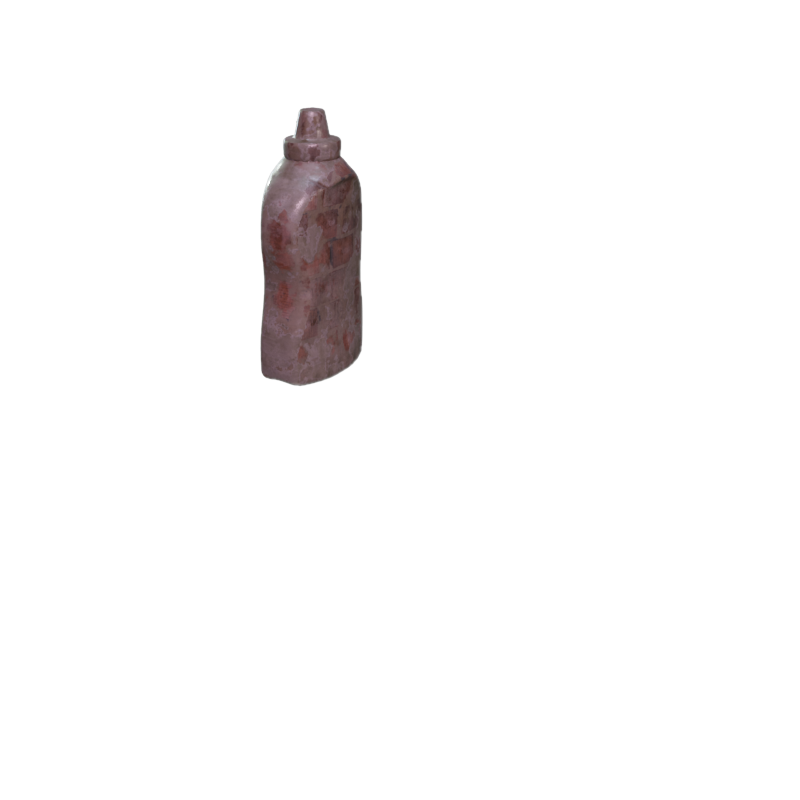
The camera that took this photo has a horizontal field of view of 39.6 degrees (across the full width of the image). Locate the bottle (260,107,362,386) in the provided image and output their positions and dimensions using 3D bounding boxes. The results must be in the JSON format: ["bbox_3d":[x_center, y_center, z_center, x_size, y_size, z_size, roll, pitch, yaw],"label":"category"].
[{"bbox_3d":[-0.063,-0.114,0.798,0.061,0.184,0.095,12,21,30],"label":"bottle"}]
